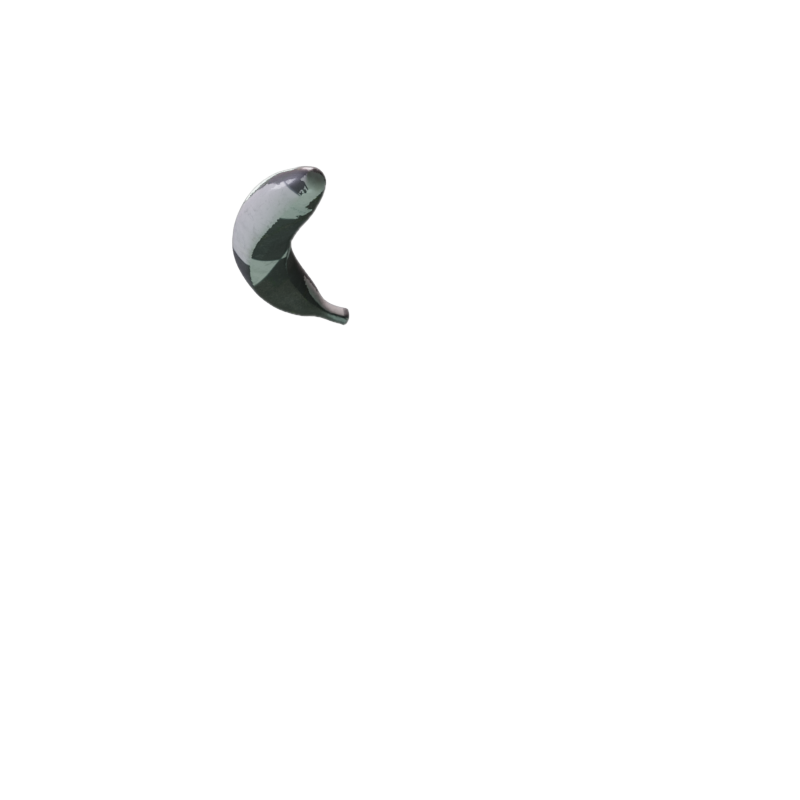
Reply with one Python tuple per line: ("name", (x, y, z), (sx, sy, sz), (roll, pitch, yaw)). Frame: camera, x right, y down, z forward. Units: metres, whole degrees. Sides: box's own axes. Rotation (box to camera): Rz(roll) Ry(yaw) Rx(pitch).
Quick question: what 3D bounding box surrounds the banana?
("banana", (-0.073, -0.098, 0.703), (0.070, 0.039, 0.187), (-1, -19, 2))
